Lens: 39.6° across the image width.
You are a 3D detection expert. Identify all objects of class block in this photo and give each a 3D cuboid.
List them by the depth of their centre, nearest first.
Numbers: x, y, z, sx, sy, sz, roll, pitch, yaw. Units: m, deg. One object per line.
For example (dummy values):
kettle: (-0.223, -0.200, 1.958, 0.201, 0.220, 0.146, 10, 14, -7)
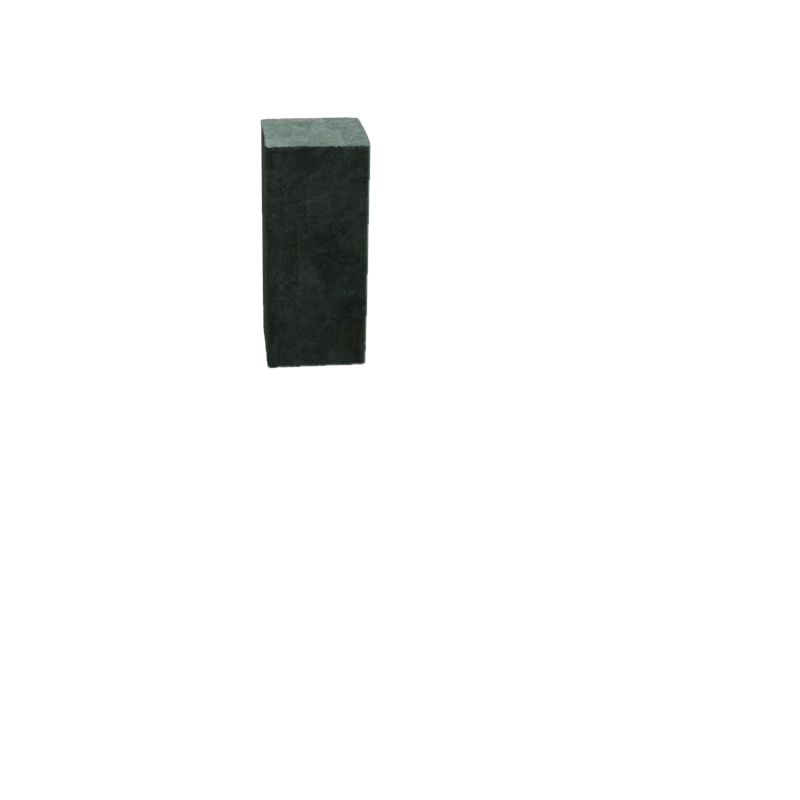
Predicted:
block: (-0.078, -0.142, 0.995, 0.090, 0.196, 0.096, -2, 24, -7)
